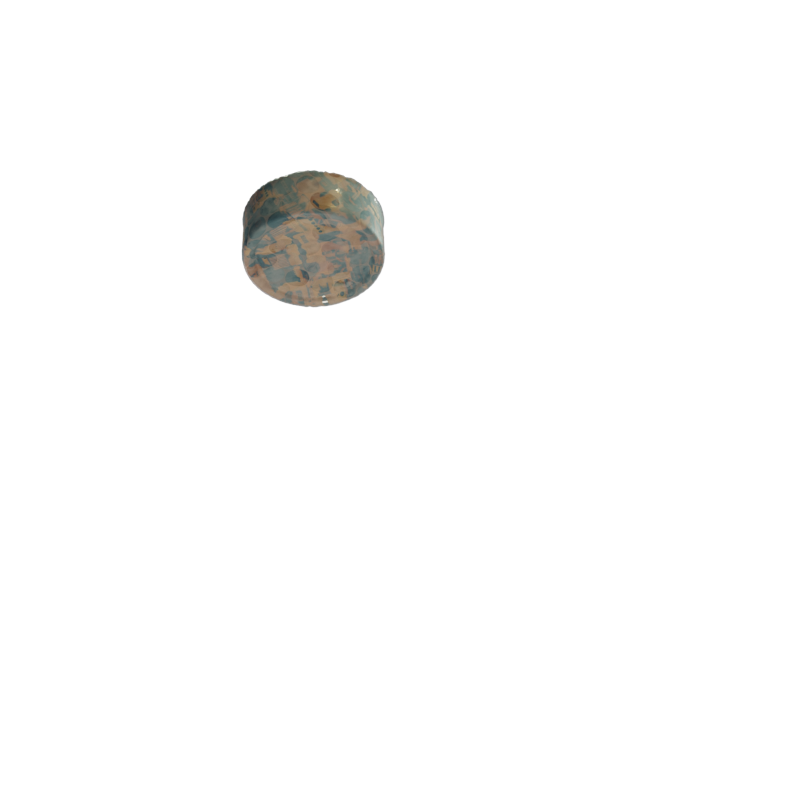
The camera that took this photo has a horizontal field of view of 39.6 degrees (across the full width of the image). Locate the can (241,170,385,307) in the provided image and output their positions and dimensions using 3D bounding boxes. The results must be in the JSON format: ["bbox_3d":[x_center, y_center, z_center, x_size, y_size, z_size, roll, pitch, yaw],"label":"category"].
[{"bbox_3d":[-0.052,-0.094,0.660,0.086,0.036,0.080,1,-39,-2],"label":"can"}]
